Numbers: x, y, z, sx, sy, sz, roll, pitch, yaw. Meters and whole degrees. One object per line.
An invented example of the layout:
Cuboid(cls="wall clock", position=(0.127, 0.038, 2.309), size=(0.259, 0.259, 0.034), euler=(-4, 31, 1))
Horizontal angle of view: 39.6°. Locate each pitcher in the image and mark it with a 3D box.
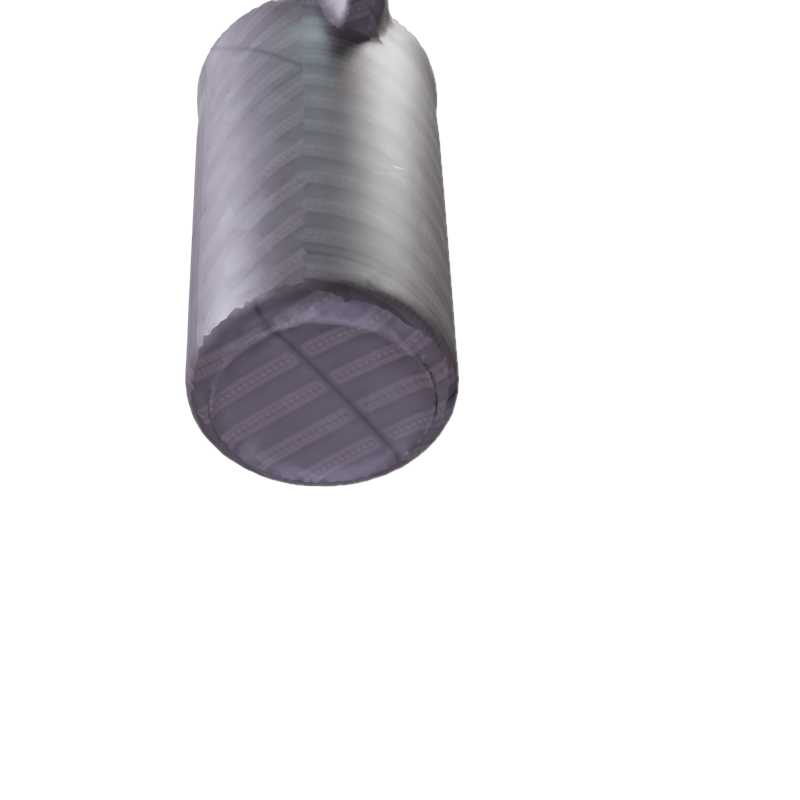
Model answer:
Cuboid(cls="pitcher", position=(-0.042, -0.076, 0.530), size=(0.146, 0.138, 0.261), euler=(-20, 39, 14))
